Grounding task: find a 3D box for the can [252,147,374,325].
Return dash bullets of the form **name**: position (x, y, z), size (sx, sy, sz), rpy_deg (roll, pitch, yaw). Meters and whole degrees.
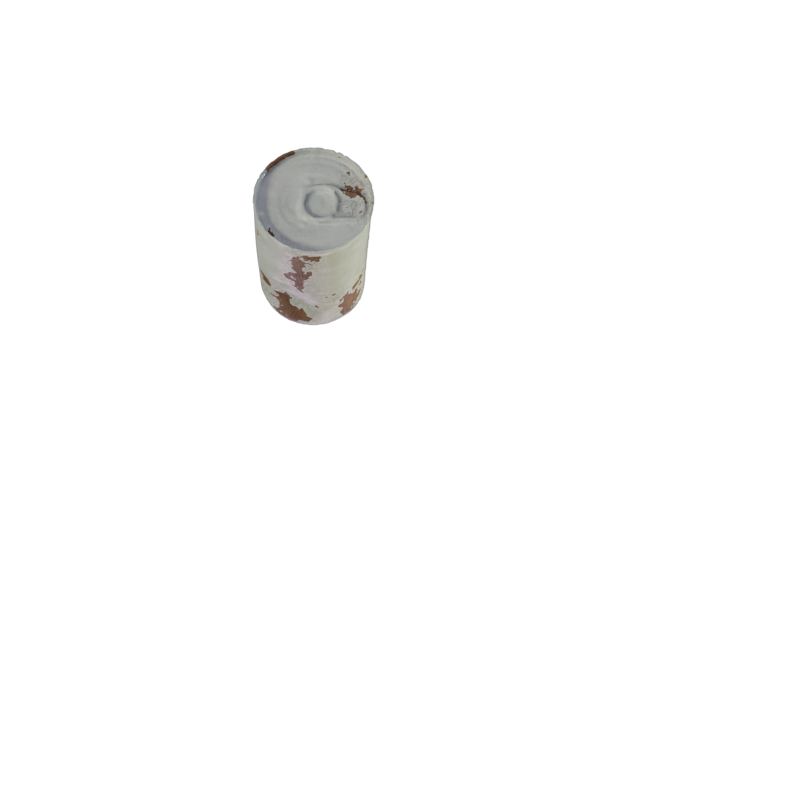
- **can**: position (-0.052, -0.094, 0.660), size (0.068, 0.072, 0.097), rpy_deg (0, -24, -3)
